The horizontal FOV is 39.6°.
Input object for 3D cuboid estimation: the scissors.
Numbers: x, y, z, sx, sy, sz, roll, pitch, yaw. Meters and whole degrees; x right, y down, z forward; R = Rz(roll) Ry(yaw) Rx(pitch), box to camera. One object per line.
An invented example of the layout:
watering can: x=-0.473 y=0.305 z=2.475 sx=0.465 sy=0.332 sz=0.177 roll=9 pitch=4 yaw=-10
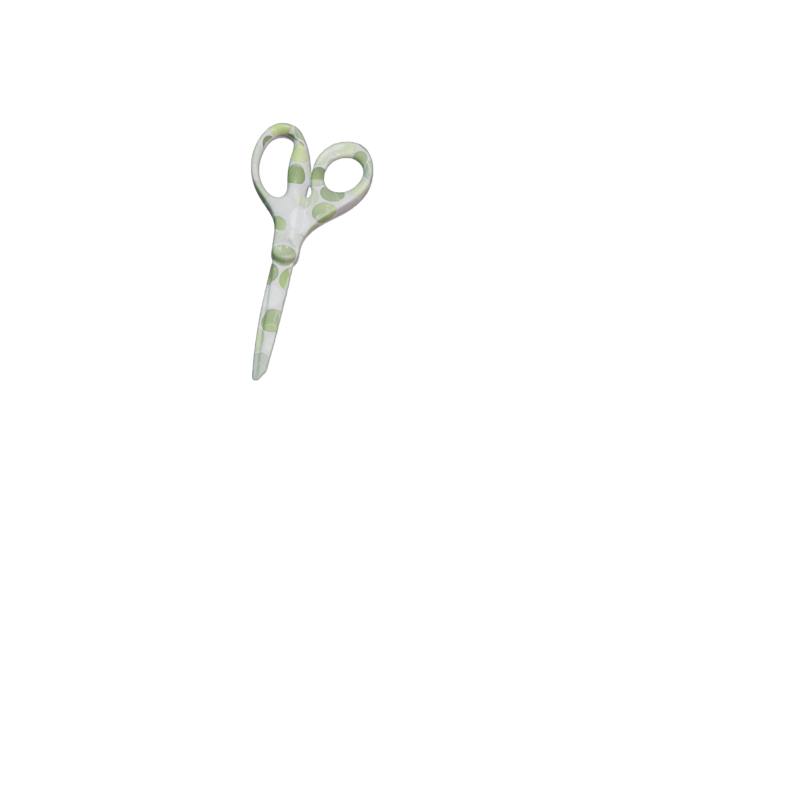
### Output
scissors: x=-0.059 y=-0.108 z=0.758 sx=0.096 sy=0.216 sz=0.015 roll=-6 pitch=-30 yaw=-4
